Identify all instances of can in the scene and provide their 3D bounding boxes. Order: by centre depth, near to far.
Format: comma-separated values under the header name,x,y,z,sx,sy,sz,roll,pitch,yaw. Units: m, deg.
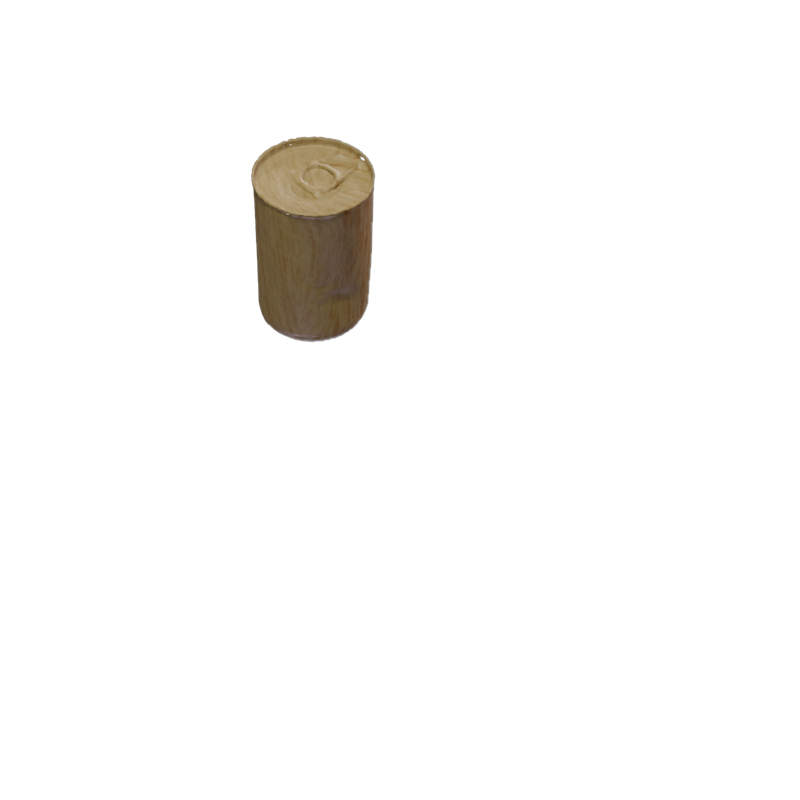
name,x,y,z,sx,sy,sz,roll,pitch,yaw
can,-0.050,-0.091,0.639,0.068,0.074,0.095,0,-43,-3
